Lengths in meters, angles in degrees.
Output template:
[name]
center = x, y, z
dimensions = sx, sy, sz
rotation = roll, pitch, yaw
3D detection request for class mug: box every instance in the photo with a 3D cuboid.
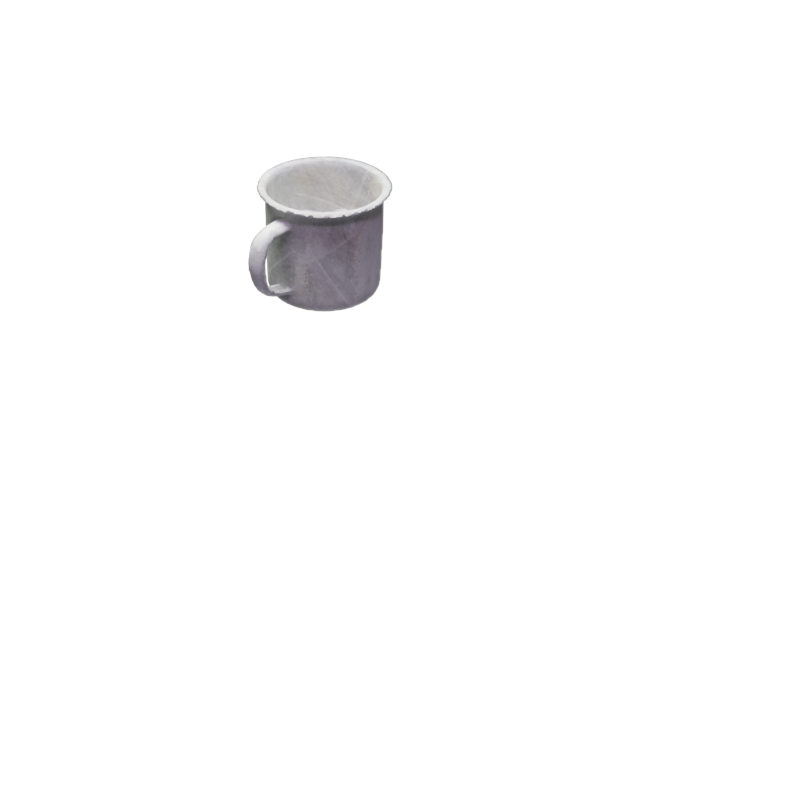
[mug]
center = -0.061, -0.111, 0.774
dimensions = 0.099, 0.076, 0.118
rotation = 23, 40, 30
